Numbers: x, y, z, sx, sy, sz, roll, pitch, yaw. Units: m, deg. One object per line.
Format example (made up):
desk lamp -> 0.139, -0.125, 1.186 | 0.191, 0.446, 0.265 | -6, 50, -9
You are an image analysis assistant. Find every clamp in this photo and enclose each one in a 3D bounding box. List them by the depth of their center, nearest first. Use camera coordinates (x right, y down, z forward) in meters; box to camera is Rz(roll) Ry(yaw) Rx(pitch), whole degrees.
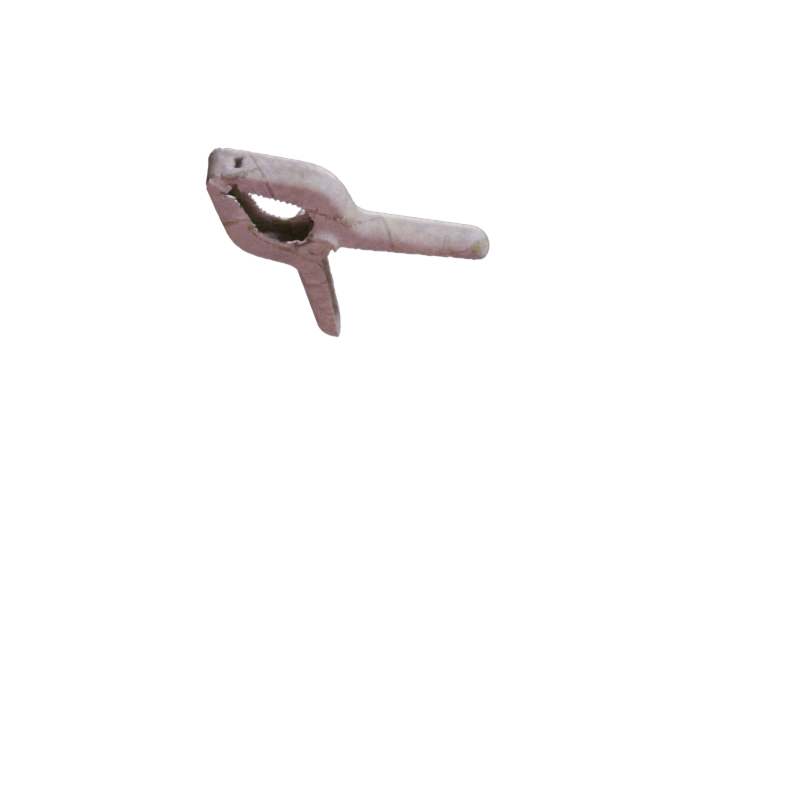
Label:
clamp -> -0.063, -0.116, 0.809 | 0.198, 0.039, 0.163 | 24, -41, -32
